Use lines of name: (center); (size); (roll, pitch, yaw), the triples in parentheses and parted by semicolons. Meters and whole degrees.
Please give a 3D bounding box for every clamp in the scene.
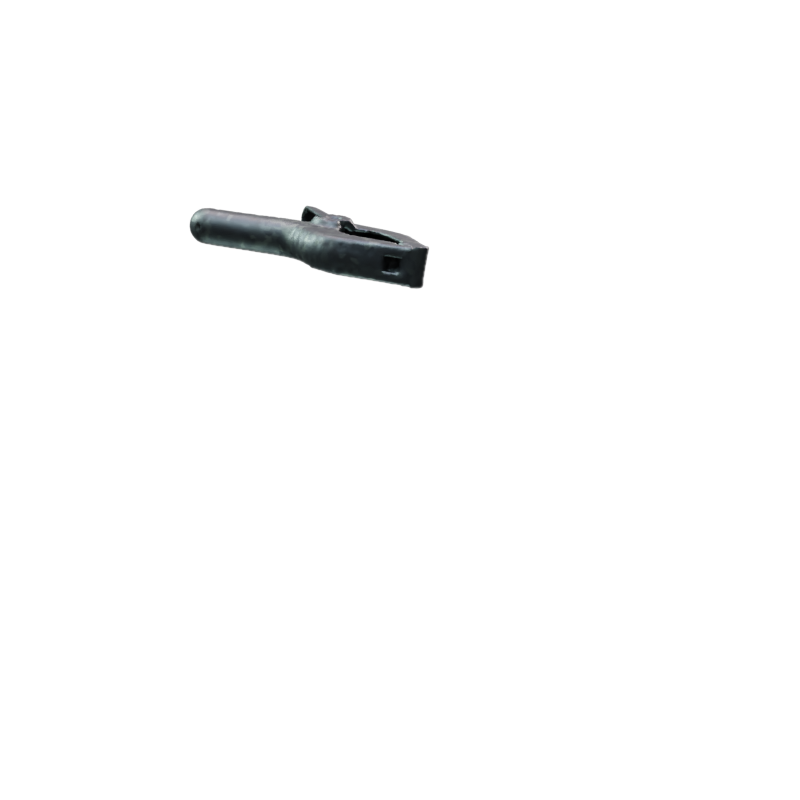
clamp: (-0.058, -0.107, 0.746); (0.117, 0.038, 0.182); (-13, 22, -36)
